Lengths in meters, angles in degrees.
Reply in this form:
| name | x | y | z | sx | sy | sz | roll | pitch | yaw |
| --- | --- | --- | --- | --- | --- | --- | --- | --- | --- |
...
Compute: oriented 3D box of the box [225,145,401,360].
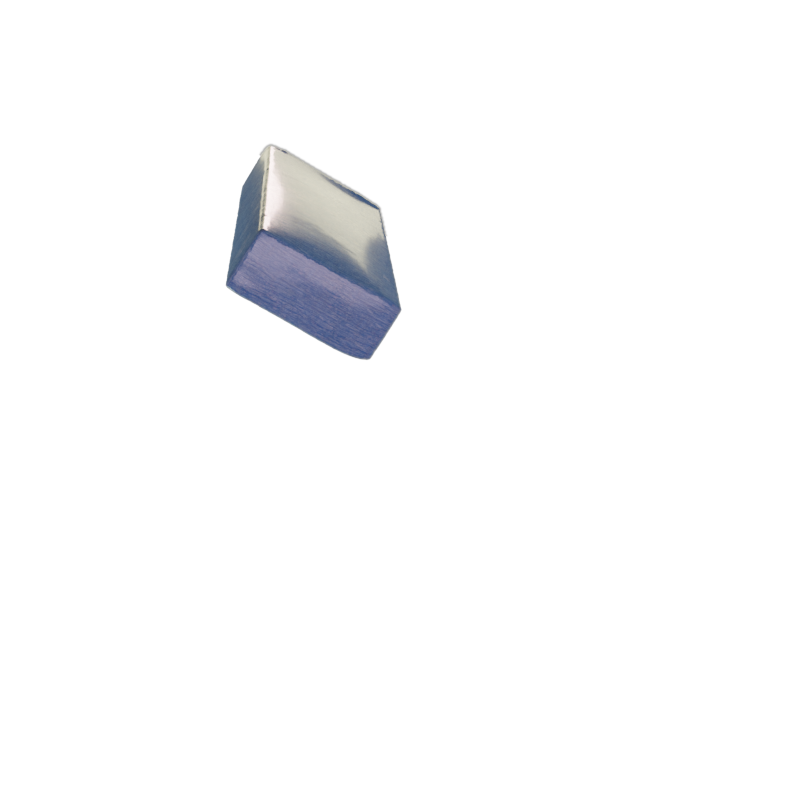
| name | x | y | z | sx | sy | sz | roll | pitch | yaw |
| --- | --- | --- | --- | --- | --- | --- | --- | --- | --- |
| box | -0.053 | -0.098 | 0.682 | 0.090 | 0.047 | 0.187 | 28 | 24 | -17 |
